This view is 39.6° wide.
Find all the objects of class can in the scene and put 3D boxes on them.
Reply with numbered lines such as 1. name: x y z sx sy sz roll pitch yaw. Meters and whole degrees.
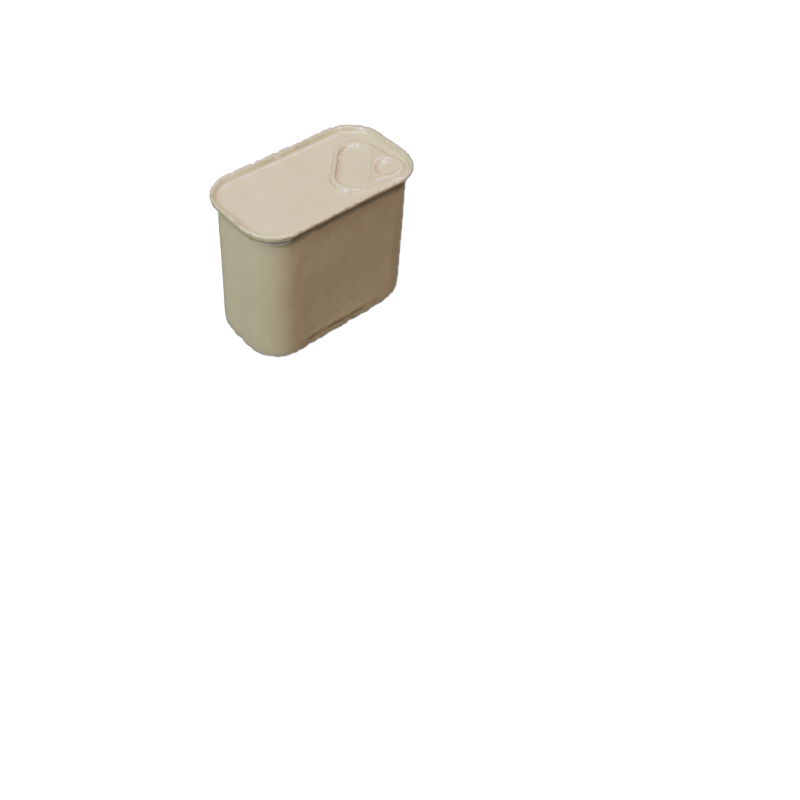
1. can: -0.045 -0.081 0.569 0.102 0.078 0.062 -31 53 -29
